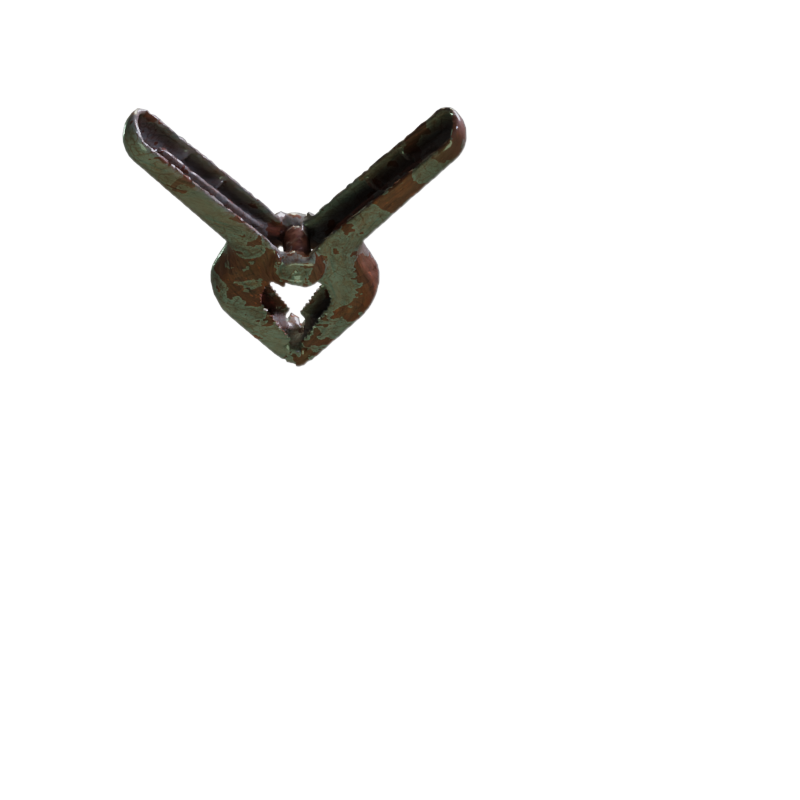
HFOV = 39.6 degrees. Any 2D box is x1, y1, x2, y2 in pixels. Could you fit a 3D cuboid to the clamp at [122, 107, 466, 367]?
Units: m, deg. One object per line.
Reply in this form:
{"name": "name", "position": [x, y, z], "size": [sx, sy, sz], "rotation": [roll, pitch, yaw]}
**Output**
{"name": "clamp", "position": [-0.047, -0.086, 0.600], "size": [0.165, 0.039, 0.195], "rotation": [-2, -33, 3]}
